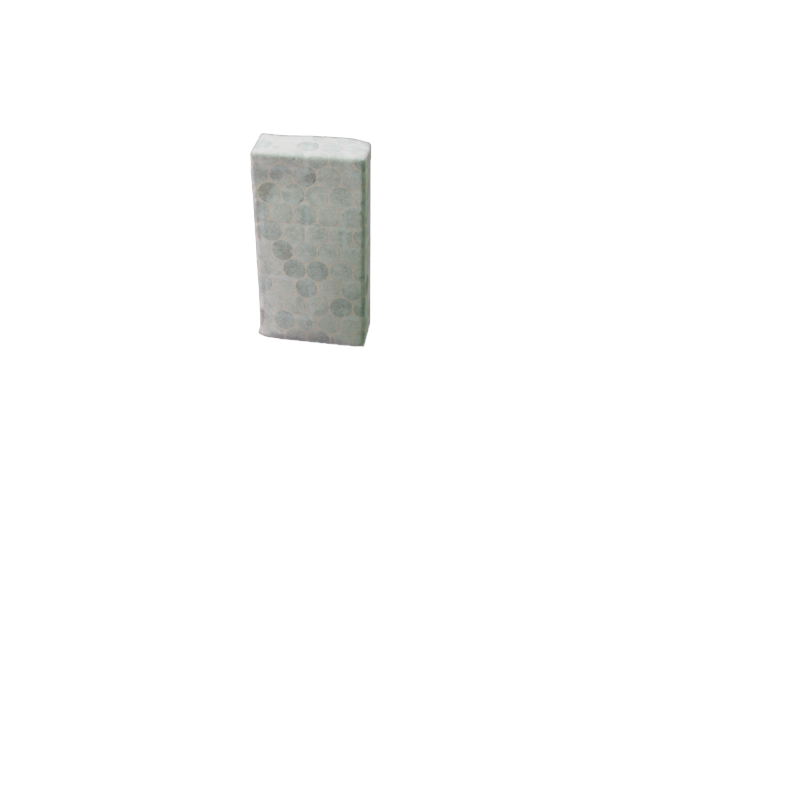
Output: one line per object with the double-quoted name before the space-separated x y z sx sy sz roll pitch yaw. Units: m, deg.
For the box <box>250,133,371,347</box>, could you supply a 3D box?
"box" -0.071 -0.130 0.912 0.095 0.166 0.050 7 30 8
